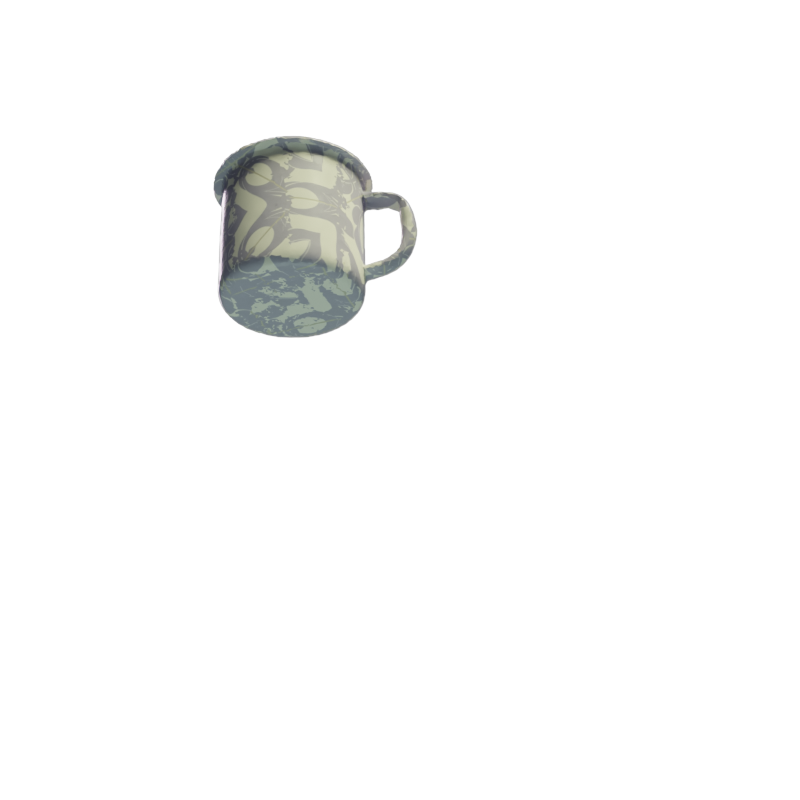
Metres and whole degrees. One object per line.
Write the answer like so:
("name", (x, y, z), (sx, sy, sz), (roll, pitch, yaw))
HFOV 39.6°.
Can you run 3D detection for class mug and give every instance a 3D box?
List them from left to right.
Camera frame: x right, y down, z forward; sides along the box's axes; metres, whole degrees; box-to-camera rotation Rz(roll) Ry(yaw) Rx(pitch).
("mug", (-0.049, -0.089, 0.626), (0.118, 0.087, 0.087), (-3, -32, 4))
